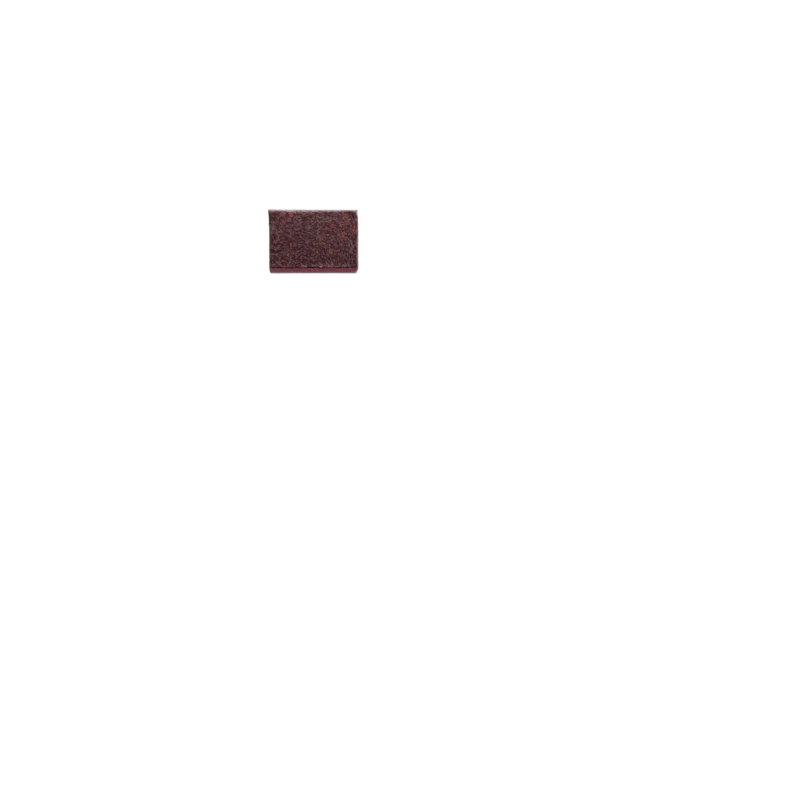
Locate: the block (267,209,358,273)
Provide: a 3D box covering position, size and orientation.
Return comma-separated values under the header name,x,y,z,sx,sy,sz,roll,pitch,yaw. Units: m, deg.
name,x,y,z,sx,sy,sz,roll,pitch,yaw
block,-0.075,-0.136,0.952,0.078,0.052,0.052,0,-2,-3
